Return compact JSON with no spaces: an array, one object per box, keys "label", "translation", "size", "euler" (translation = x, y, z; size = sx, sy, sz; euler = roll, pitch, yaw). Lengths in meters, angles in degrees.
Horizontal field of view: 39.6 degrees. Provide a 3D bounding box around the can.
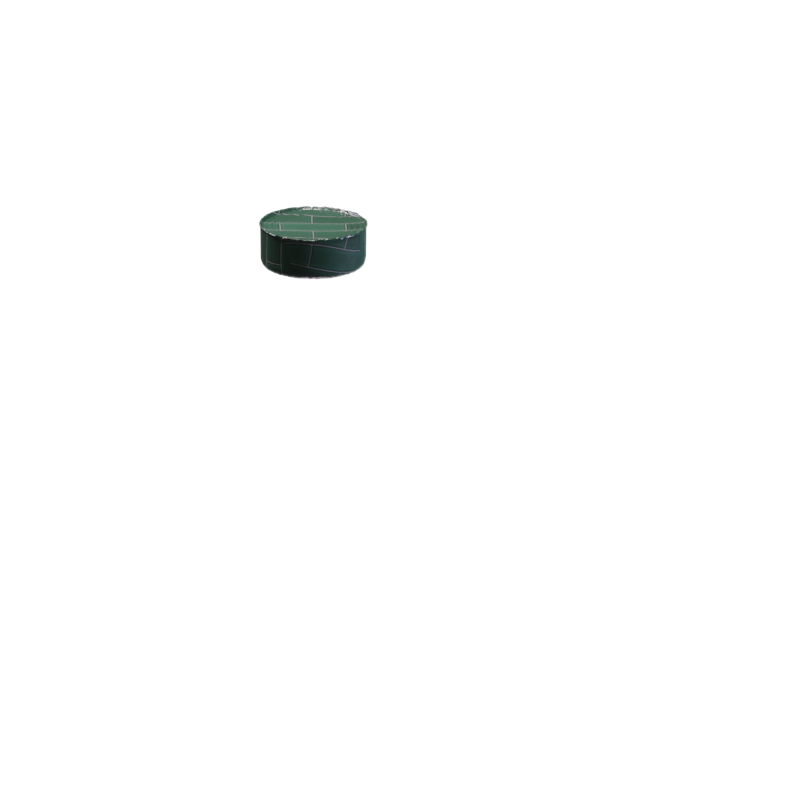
[{"label":"can","translation":[-0.069,-0.126,0.883],"size":[0.086,0.032,0.090],"euler":[-1,25,-2]}]
